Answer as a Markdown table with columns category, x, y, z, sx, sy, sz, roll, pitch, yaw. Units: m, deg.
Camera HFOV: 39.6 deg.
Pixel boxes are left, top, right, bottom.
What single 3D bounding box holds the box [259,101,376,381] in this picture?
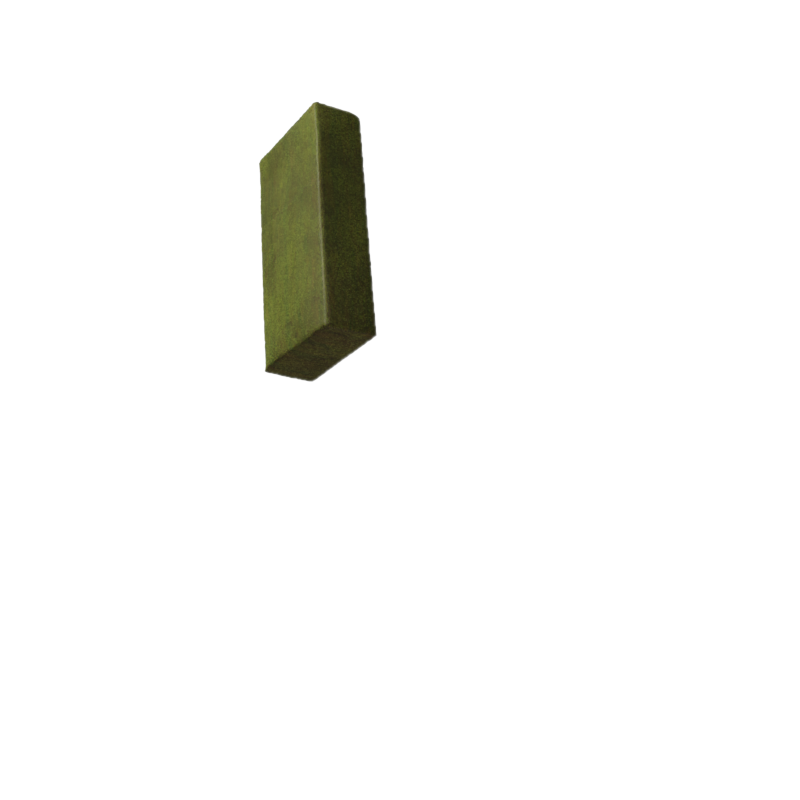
| category | x | y | z | sx | sy | sz | roll | pitch | yaw |
| --- | --- | --- | --- | --- | --- | --- | --- | --- | --- |
| box | -0.061 | -0.112 | 0.786 | 0.046 | 0.187 | 0.092 | 14 | -31 | -29 |
